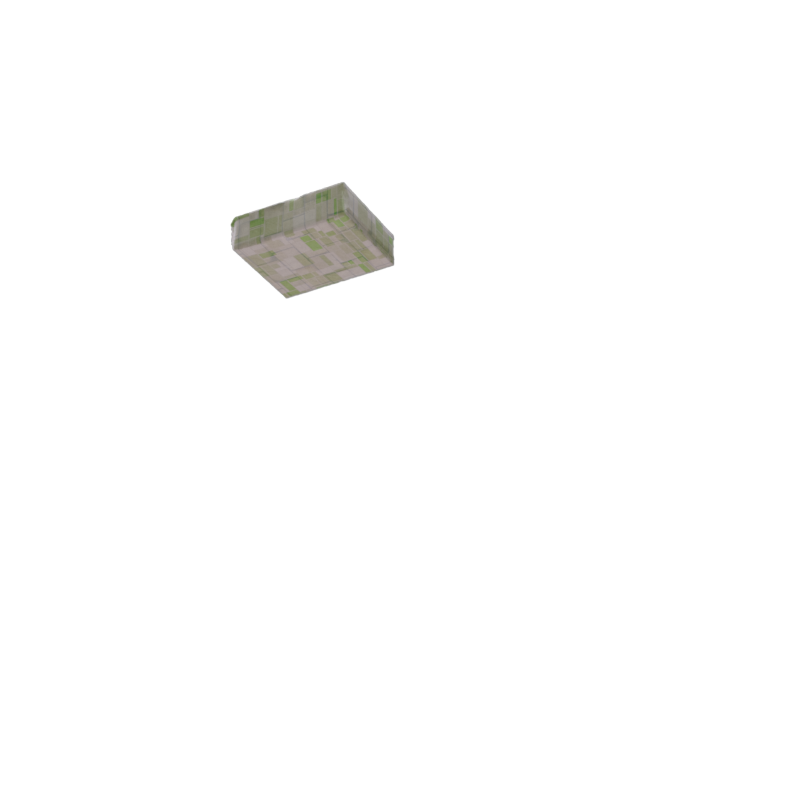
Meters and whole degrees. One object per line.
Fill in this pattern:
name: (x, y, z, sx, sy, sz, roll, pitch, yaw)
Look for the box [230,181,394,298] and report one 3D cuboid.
box: (-0.059, -0.107, 0.752, 0.090, 0.032, 0.068, -14, -31, 24)
